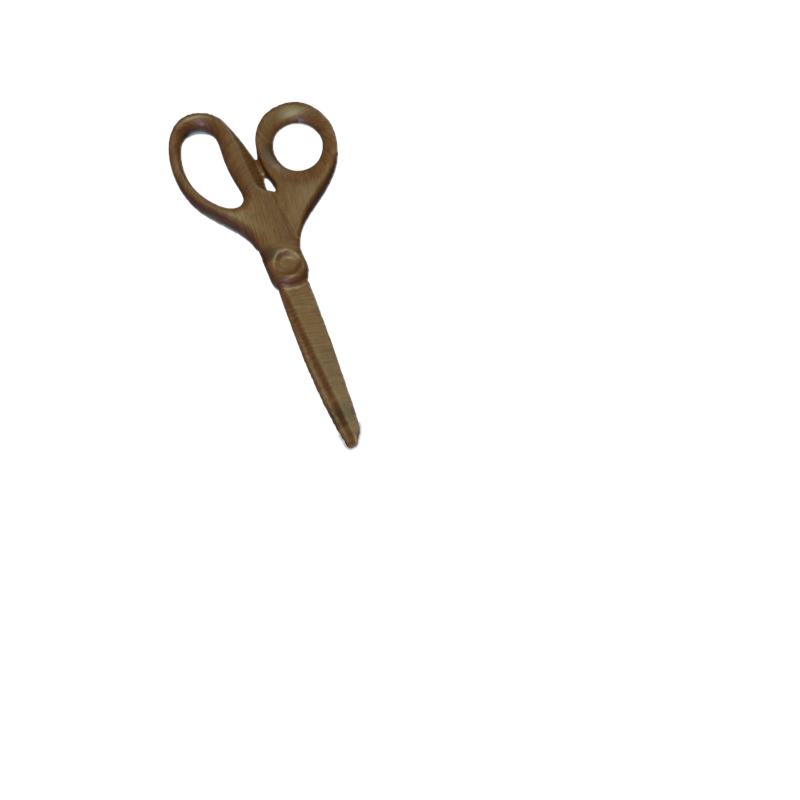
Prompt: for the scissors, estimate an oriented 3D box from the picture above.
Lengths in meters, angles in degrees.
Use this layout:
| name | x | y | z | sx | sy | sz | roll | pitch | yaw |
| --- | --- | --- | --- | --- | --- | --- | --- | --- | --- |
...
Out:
| name | x | y | z | sx | sy | sz | roll | pitch | yaw |
| --- | --- | --- | --- | --- | --- | --- | --- | --- | --- |
| scissors | -0.043 | -0.079 | 0.550 | 0.096 | 0.215 | 0.015 | -30 | -26 | -17 |
